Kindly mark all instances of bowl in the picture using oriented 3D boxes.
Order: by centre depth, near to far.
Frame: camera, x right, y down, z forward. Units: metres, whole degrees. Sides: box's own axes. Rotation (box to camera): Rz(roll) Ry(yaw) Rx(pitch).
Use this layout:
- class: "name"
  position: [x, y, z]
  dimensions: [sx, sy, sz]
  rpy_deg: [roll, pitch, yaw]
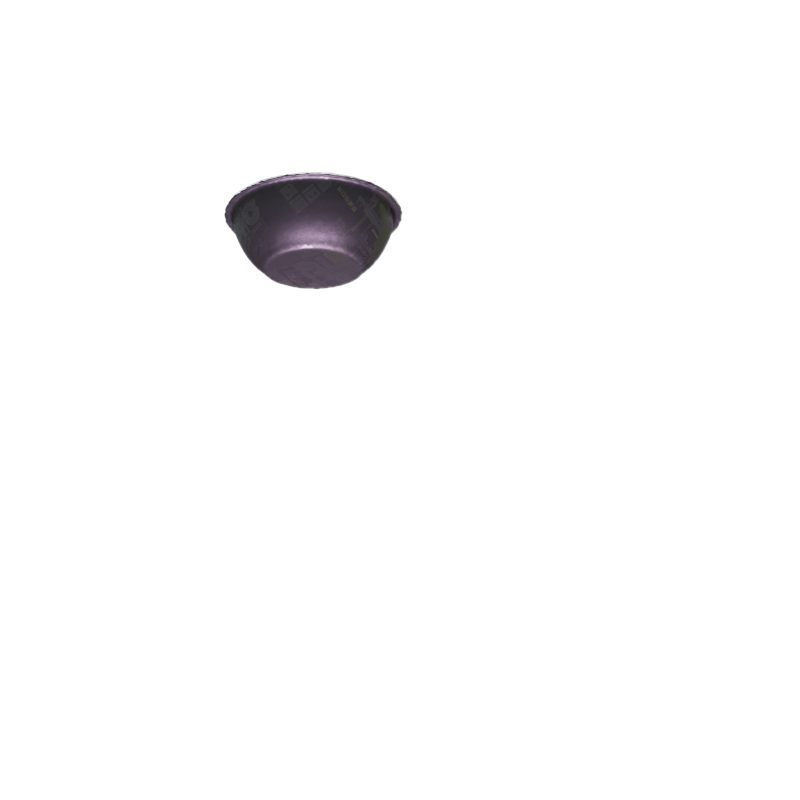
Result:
- class: "bowl"
  position: [-0.078, -0.143, 1.000]
  dimensions: [0.162, 0.058, 0.154]
  rpy_deg: [0, -19, -2]
